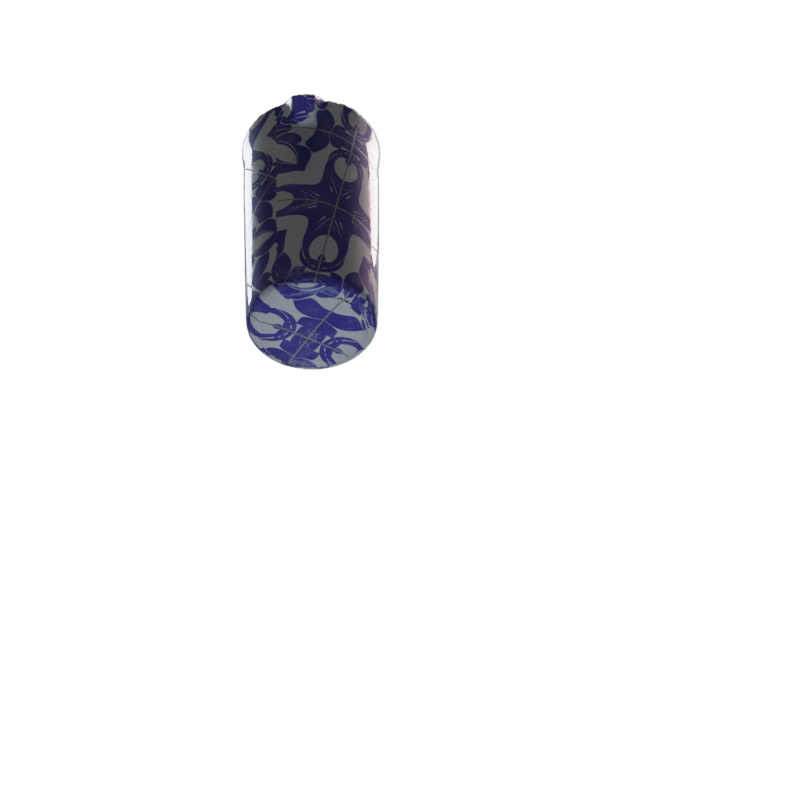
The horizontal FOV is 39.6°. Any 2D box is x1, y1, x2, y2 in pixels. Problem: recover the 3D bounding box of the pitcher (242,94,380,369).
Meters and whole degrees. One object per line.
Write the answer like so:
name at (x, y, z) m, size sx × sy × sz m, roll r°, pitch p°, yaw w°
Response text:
pitcher at (-0.078, -0.142, 0.994) m, size 0.140 × 0.261 × 0.143 m, roll 31°, pitch -53°, yaw -31°
